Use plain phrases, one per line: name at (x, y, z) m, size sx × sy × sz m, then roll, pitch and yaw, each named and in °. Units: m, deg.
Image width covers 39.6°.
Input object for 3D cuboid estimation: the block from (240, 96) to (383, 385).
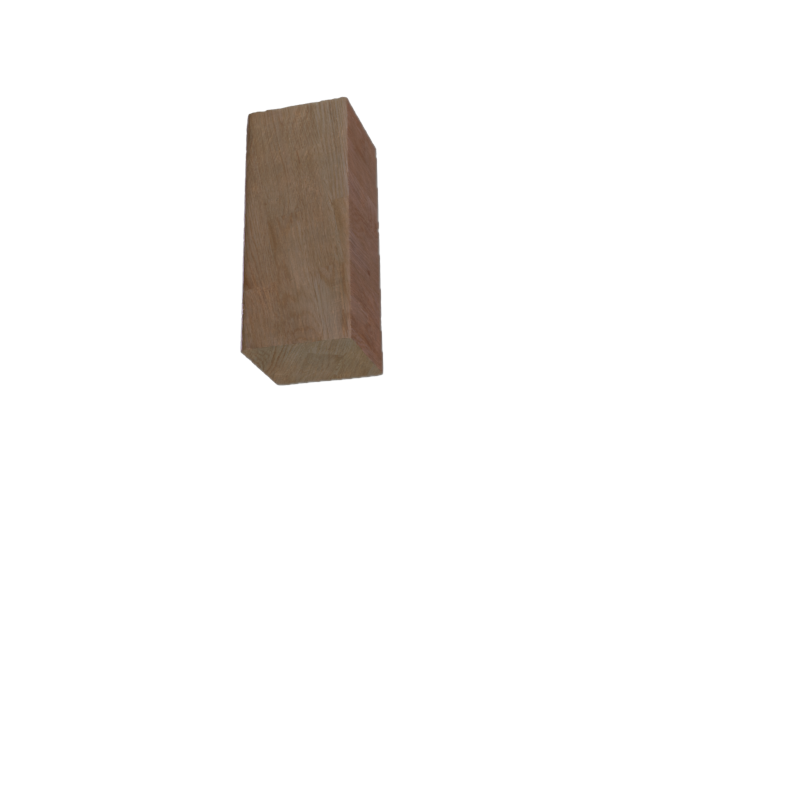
block at (-0.070, -0.127, 0.888) m, size 0.091 × 0.218 × 0.085 m, roll -8°, pitch -24°, yaw 14°
